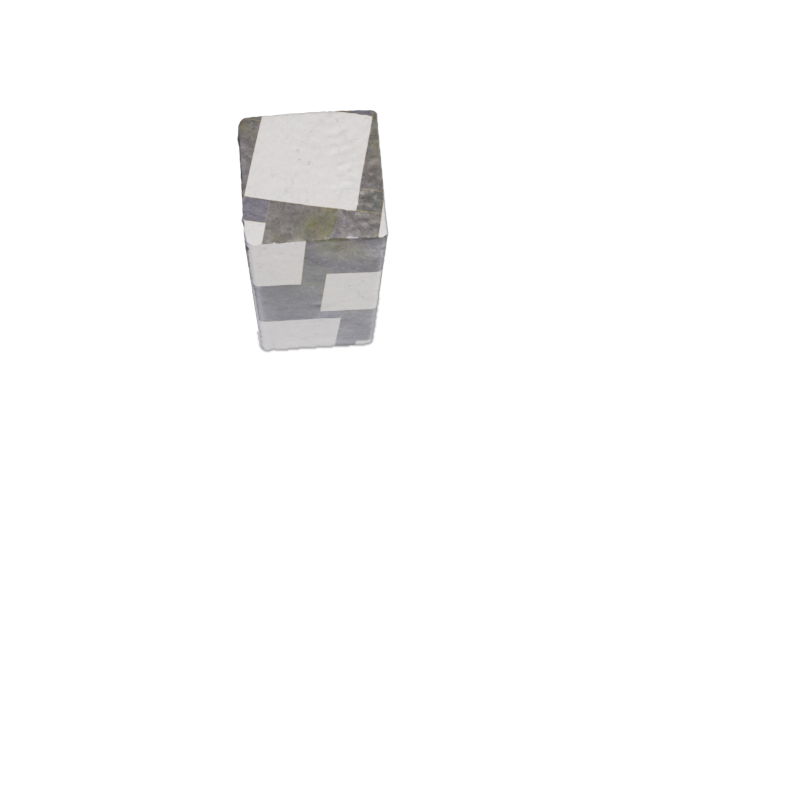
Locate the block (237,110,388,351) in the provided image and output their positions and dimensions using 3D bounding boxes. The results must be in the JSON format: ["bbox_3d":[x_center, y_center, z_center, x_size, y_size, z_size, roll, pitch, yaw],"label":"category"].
[{"bbox_3d":[-0.061,-0.111,0.777,0.090,0.095,0.197,-4,-17,-5],"label":"block"}]
